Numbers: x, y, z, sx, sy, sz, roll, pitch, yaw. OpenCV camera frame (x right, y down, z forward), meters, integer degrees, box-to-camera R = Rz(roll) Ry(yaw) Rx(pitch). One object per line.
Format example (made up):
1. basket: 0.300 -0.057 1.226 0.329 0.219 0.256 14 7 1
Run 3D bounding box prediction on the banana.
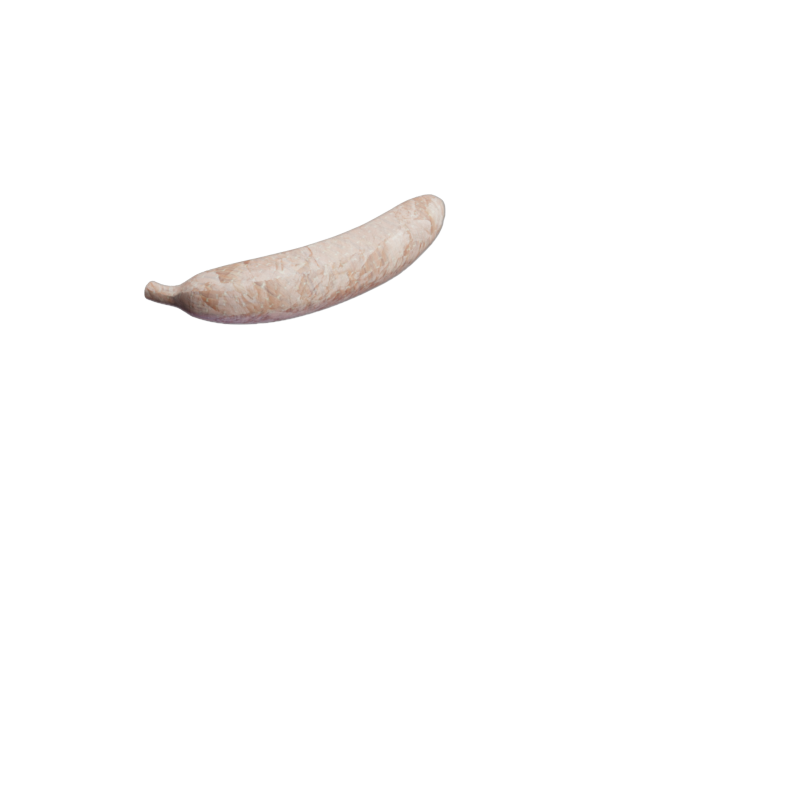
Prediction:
1. banana: -0.046 -0.082 0.643 0.195 0.034 0.075 -19 42 -22
